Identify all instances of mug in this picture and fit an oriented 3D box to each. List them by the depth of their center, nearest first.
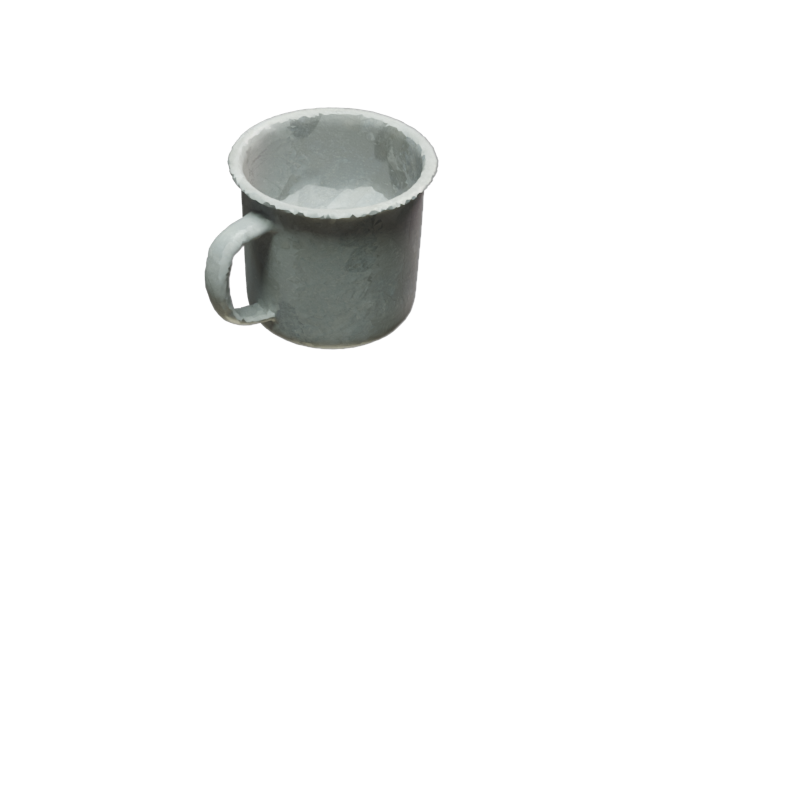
[{"bbox_3d":[-0.040,-0.072,0.507,0.099,0.076,0.118,31,48,31],"label":"mug"}]
